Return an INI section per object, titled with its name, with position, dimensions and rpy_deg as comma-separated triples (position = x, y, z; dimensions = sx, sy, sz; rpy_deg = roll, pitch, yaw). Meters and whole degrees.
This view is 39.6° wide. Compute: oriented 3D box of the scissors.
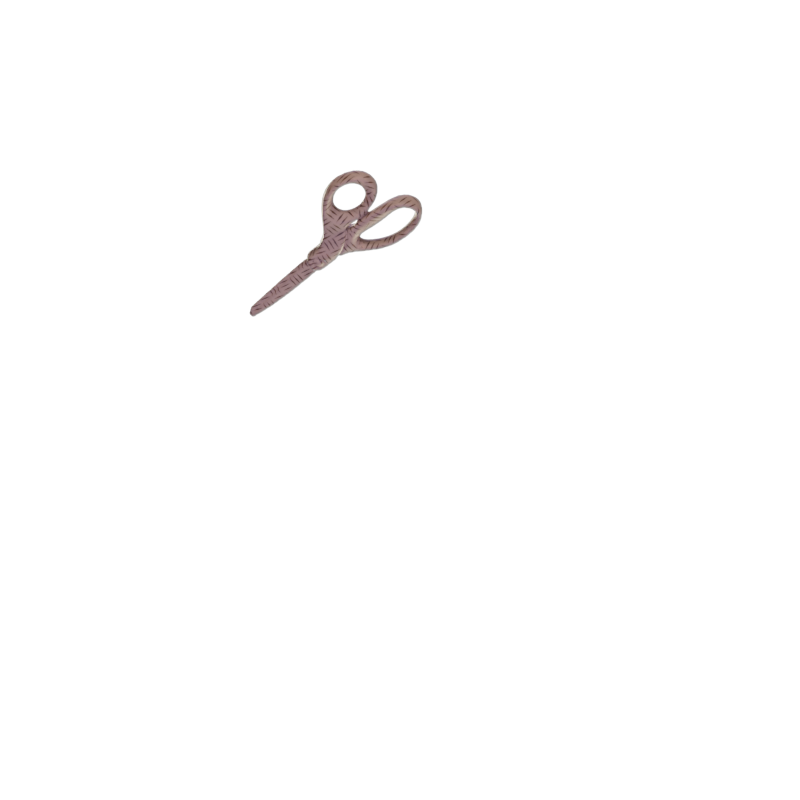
[scissors]
position = -0.077, -0.141, 0.988
dimensions = 0.202, 0.017, 0.089
rpy_deg = -23, -49, 21
